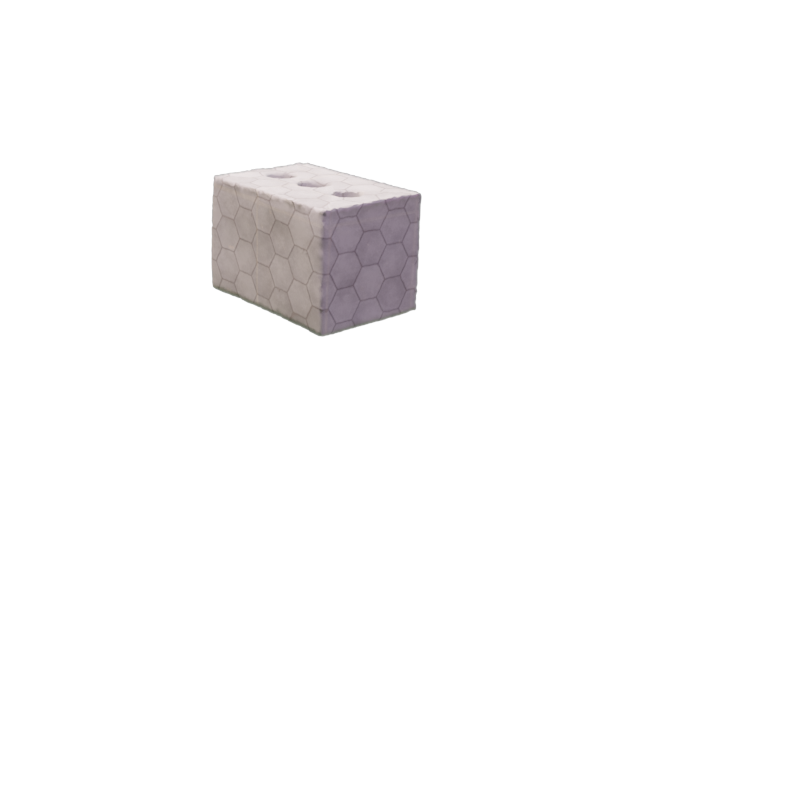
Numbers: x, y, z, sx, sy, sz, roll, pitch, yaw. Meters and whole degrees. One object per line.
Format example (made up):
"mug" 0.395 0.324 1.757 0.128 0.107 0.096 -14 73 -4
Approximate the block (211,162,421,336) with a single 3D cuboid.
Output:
"block" -0.036 -0.066 0.461 0.052 0.049 0.083 -16 27 -38
